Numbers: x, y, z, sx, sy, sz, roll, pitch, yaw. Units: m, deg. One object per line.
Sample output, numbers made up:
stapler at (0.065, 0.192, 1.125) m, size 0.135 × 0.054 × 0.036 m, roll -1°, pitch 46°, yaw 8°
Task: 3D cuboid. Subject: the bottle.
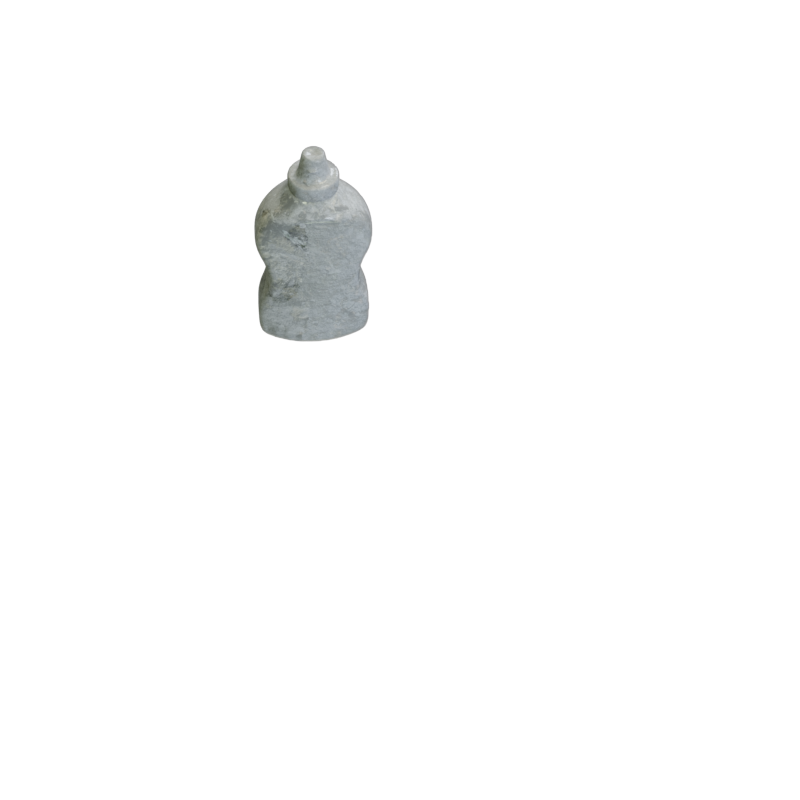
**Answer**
bottle at (-0.072, -0.130, 0.915) m, size 0.096 × 0.063 × 0.179 m, roll 0°, pitch -42°, yaw -4°
